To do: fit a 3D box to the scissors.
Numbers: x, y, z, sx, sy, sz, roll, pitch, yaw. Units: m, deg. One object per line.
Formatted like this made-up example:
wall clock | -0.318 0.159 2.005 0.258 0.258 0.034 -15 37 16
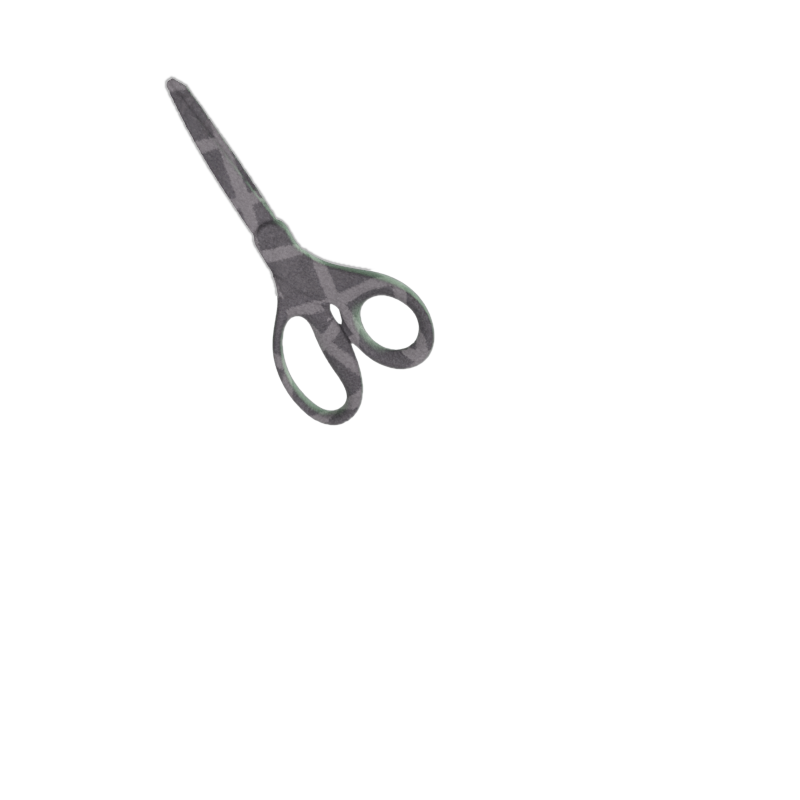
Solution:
scissors | -0.045 -0.082 0.575 0.096 0.194 0.016 -15 15 4
